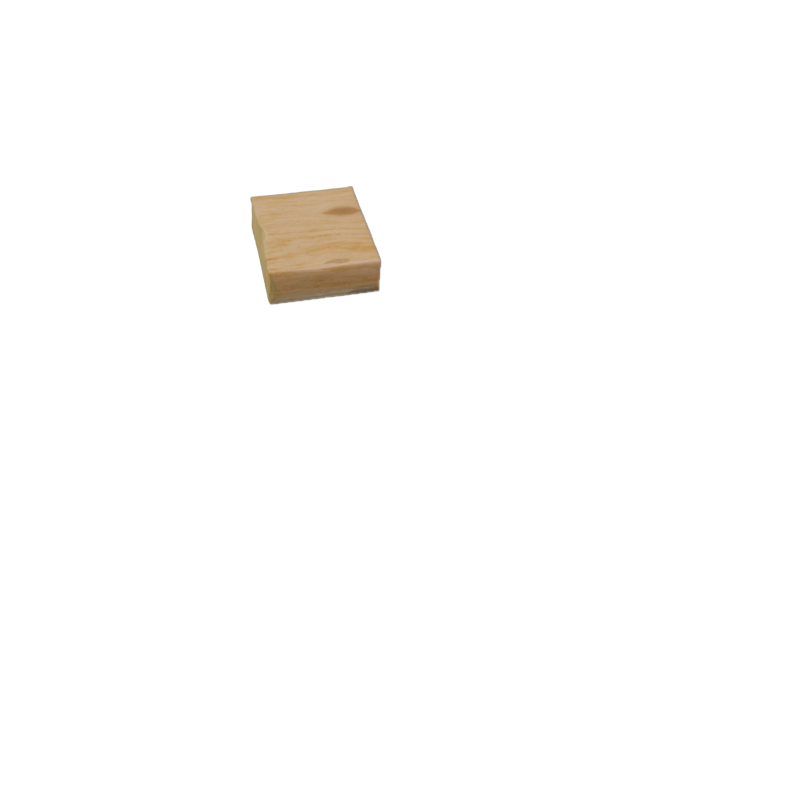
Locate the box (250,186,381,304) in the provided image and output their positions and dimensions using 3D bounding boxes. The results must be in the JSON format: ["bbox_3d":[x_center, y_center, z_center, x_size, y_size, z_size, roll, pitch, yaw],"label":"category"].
[{"bbox_3d":[-0.058,-0.105,0.736,0.072,0.028,0.096,-8,43,-9],"label":"box"}]
